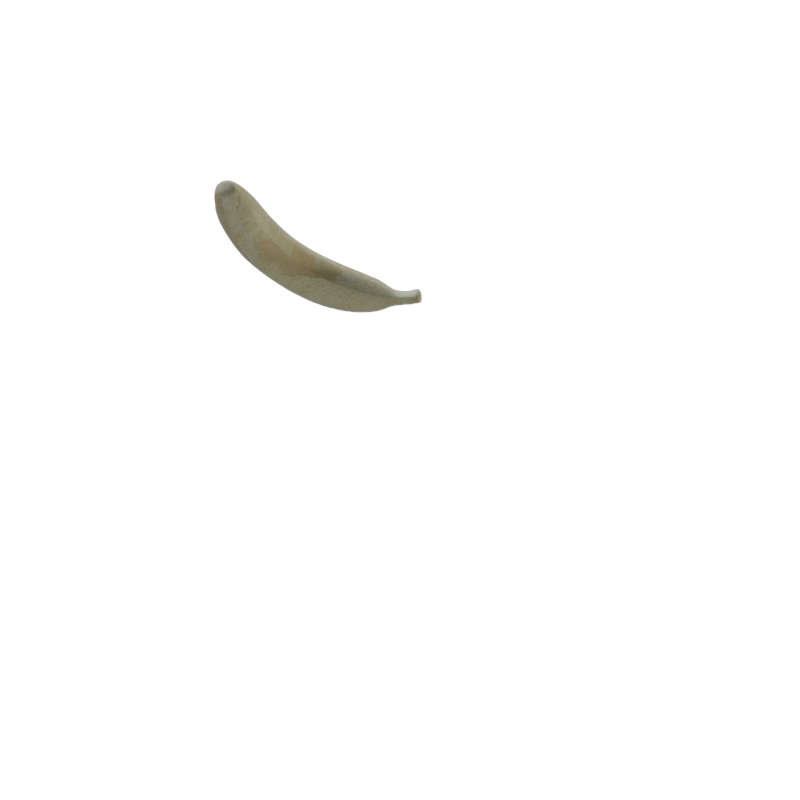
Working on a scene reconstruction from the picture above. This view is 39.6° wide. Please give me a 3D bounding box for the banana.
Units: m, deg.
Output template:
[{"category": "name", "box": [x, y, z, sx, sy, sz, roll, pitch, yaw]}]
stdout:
[{"category": "banana", "box": [-0.076, -0.113, 0.866, 0.187, 0.039, 0.069, 25, -44, -30]}]
